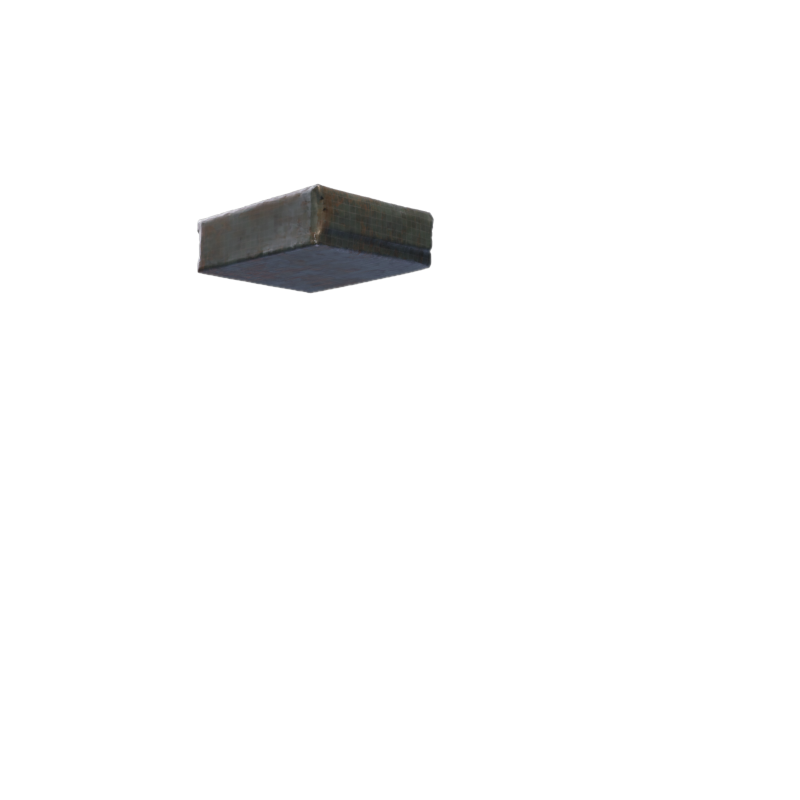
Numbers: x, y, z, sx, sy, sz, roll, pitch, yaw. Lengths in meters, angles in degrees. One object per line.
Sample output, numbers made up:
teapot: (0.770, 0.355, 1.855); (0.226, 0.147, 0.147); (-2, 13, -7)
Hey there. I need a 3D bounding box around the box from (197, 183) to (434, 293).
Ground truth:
box: (-0.041, -0.074, 0.520); (0.069, 0.031, 0.091); (6, -9, -43)
